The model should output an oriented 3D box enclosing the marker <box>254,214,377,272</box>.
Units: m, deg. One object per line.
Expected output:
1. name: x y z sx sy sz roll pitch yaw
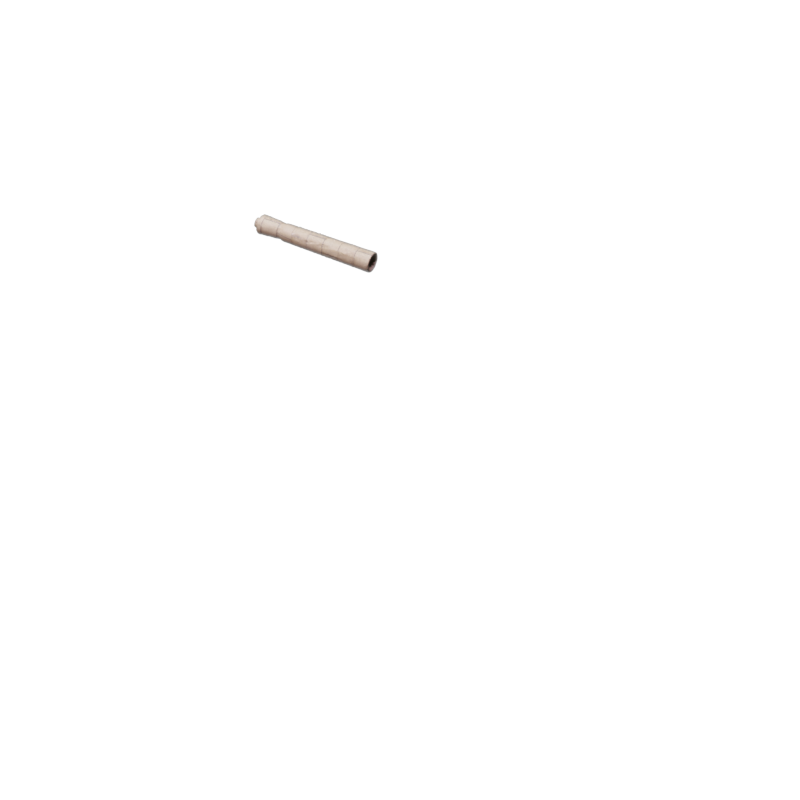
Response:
1. marker: -0.077 -0.141 0.985 0.127 0.019 0.019 22 13 24
